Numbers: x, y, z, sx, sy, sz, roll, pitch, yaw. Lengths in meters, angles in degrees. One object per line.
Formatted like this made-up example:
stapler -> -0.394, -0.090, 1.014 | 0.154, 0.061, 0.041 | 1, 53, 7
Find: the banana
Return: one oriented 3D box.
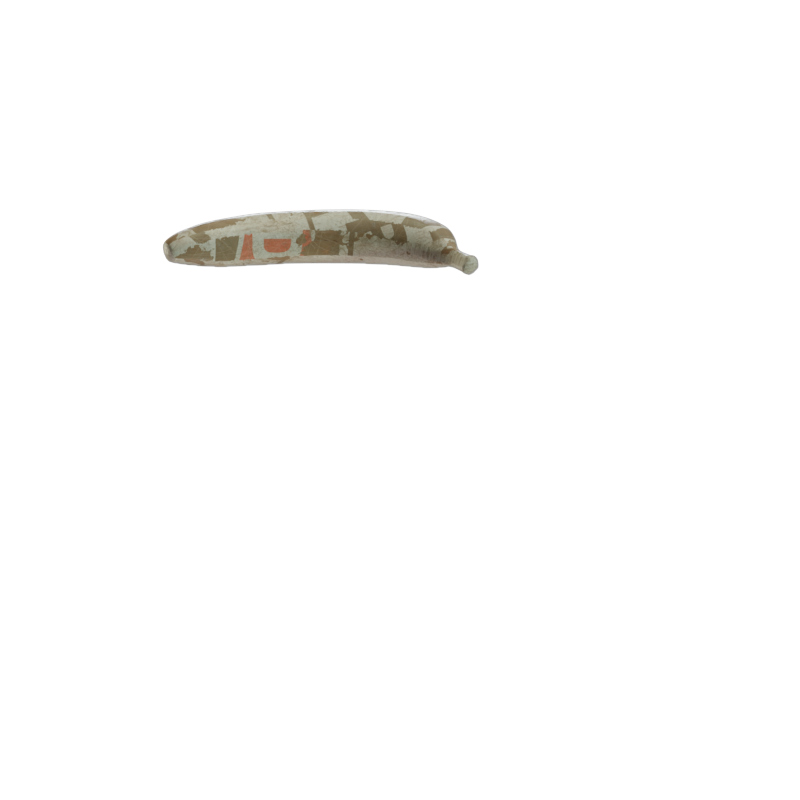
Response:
banana -> -0.050, -0.104, 0.717 | 0.199, 0.036, 0.071 | 1, 12, 5
